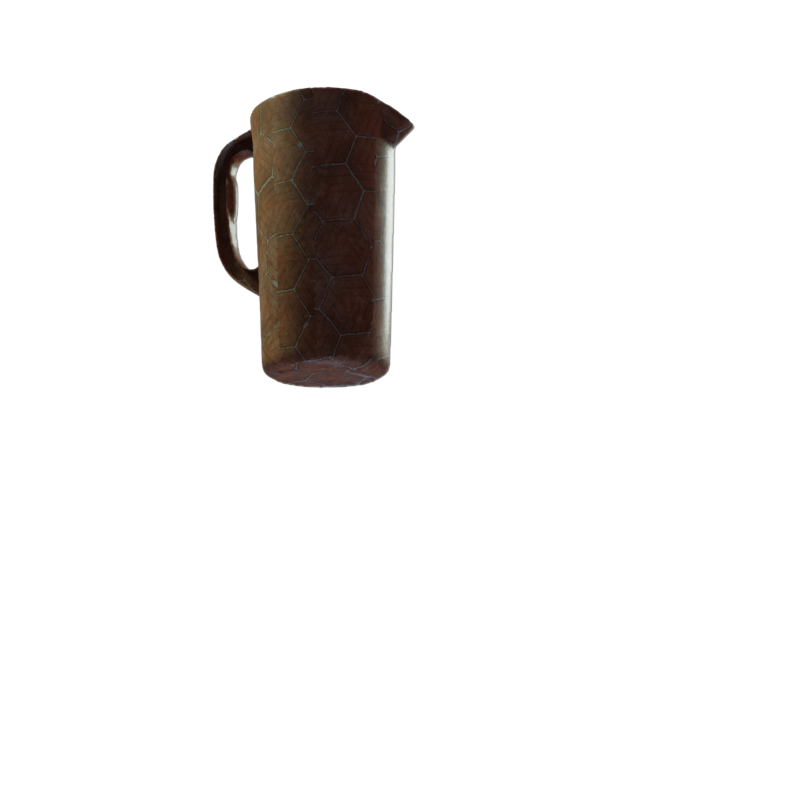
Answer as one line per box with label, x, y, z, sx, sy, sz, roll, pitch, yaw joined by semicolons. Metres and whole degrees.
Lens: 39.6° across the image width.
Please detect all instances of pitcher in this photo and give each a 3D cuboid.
pitcher;-0.076;-0.138;0.966;0.140;0.253;0.149;7;-17;-26
